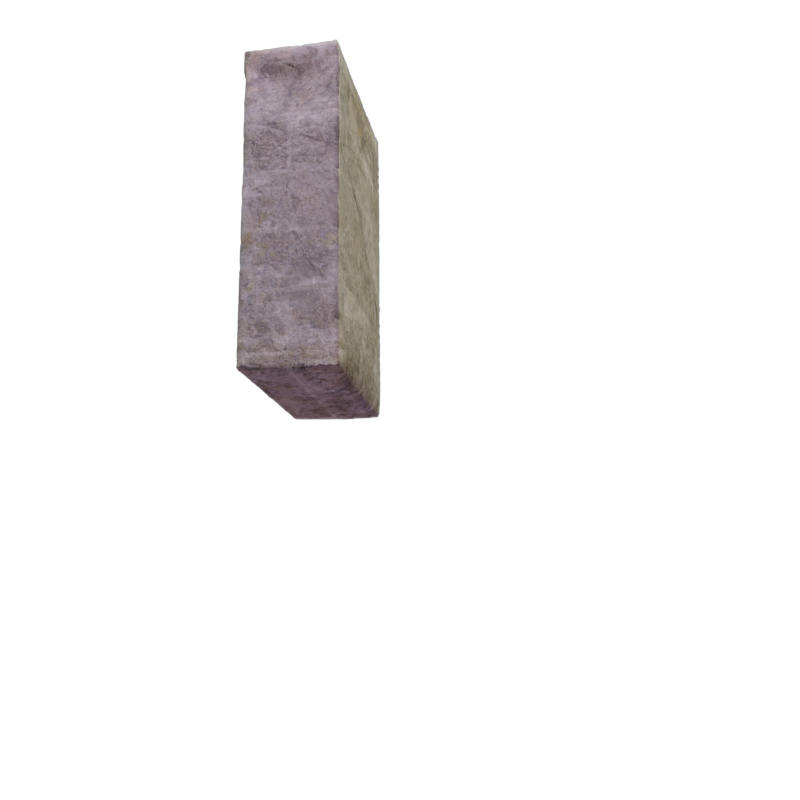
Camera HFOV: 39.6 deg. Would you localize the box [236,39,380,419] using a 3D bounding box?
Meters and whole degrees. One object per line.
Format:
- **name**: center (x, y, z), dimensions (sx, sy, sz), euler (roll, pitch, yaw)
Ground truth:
- **box**: center (-0.058, -0.106, 0.744), dimensions (0.073, 0.223, 0.156), euler (-4, -16, 8)
